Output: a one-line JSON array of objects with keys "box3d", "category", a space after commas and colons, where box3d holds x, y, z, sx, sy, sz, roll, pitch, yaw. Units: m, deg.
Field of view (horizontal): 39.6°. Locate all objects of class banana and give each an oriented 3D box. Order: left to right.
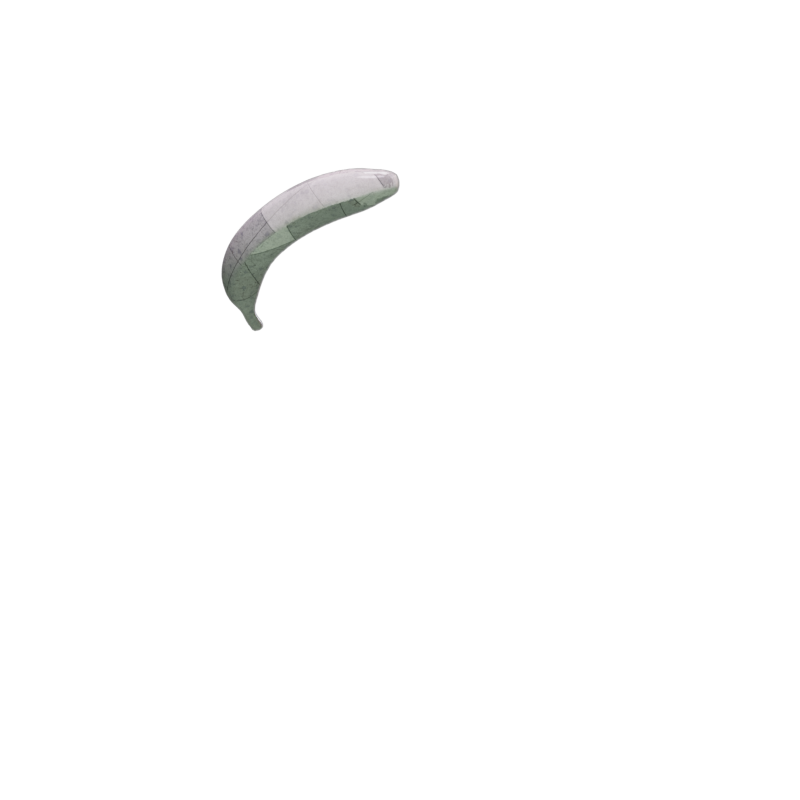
[{"box3d": [-0.085, -0.129, 0.866, 0.066, 0.039, 0.194, 27, -47, -29], "category": "banana"}]
